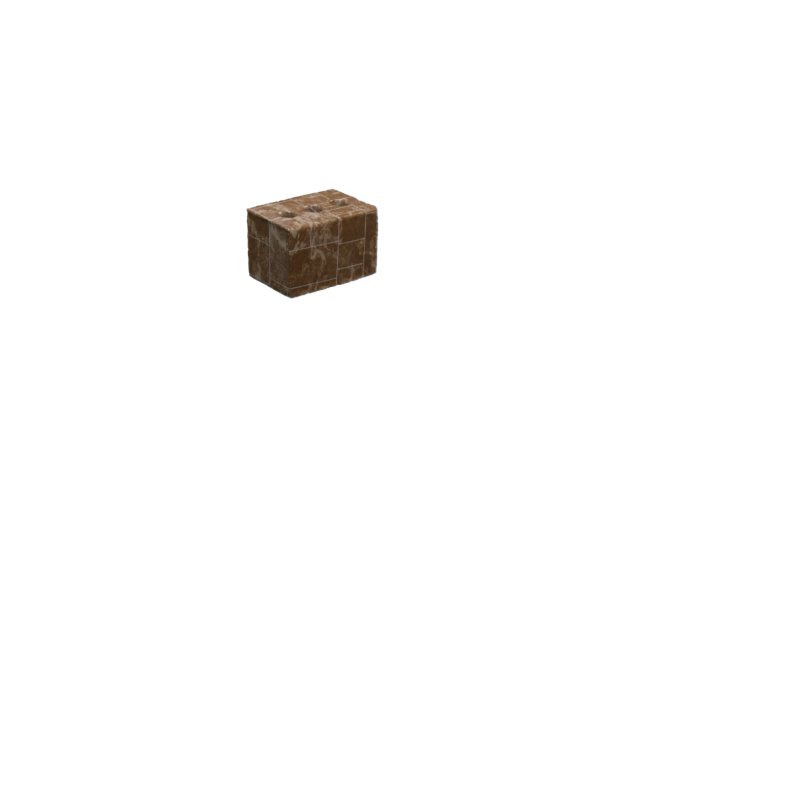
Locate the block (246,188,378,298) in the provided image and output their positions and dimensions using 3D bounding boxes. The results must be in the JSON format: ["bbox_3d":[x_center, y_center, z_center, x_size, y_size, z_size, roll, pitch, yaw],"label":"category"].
[{"bbox_3d":[-0.060,-0.110,0.770,0.077,0.049,0.056,-19,32,-35],"label":"block"}]
